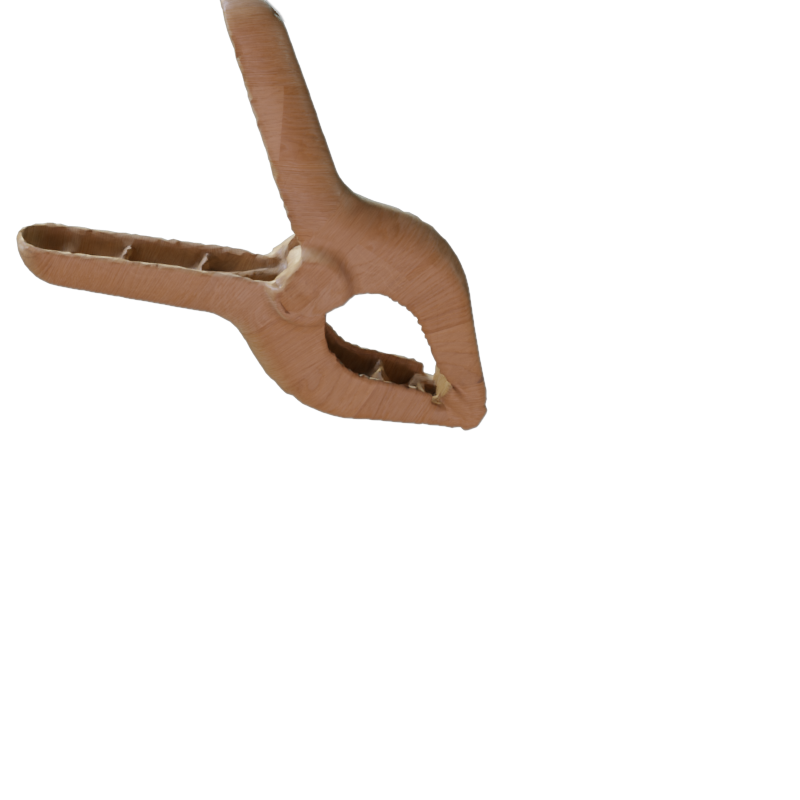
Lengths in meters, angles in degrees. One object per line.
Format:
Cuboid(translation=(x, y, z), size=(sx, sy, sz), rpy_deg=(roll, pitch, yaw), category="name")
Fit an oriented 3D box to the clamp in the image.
Cuboid(translation=(-0.030, -0.054, 0.377), size=(0.165, 0.117, 0.042), rpy_deg=(29, 28, -18), category="clamp")
